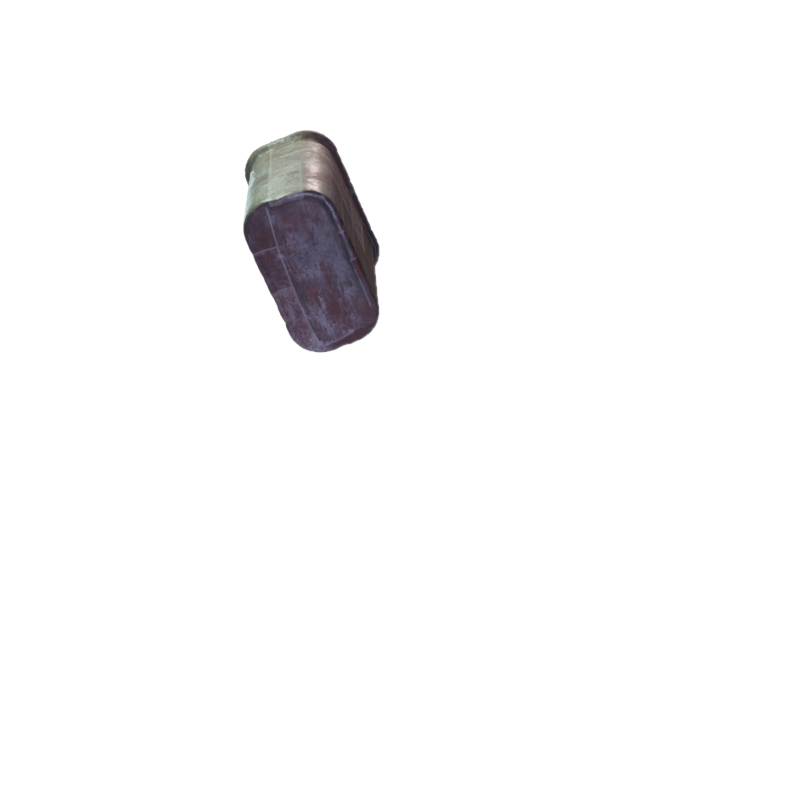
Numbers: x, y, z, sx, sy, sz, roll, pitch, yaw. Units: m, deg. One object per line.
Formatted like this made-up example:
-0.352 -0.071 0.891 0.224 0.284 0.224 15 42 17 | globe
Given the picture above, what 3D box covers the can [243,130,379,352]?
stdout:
-0.049 -0.089 0.627 0.058 0.096 0.089 -20 28 9 | can
